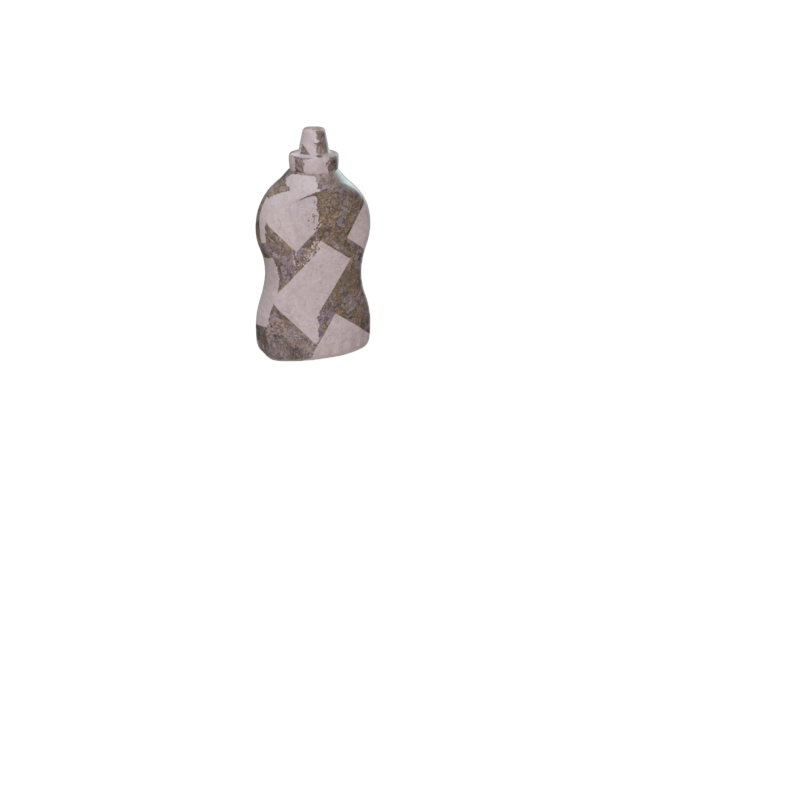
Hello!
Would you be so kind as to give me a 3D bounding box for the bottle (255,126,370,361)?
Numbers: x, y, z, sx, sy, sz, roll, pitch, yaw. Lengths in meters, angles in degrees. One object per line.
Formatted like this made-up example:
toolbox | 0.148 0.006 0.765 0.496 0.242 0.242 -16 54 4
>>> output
bottle | -0.072 -0.131 0.922 0.094 0.184 0.062 -6 18 -21
